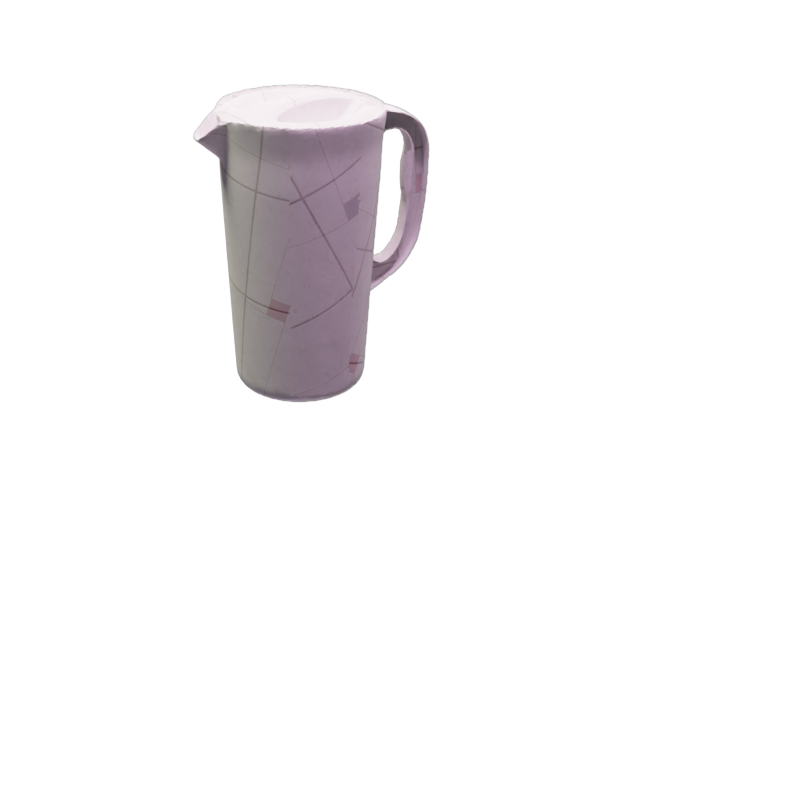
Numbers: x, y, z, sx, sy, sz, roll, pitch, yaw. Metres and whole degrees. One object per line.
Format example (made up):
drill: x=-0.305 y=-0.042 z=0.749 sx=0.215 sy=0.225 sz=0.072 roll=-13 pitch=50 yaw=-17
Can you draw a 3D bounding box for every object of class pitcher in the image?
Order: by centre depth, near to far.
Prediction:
pitcher: x=-0.070 y=-0.128 z=0.896 sx=0.155 sy=0.231 sz=0.147 roll=12 pitch=27 yaw=21
